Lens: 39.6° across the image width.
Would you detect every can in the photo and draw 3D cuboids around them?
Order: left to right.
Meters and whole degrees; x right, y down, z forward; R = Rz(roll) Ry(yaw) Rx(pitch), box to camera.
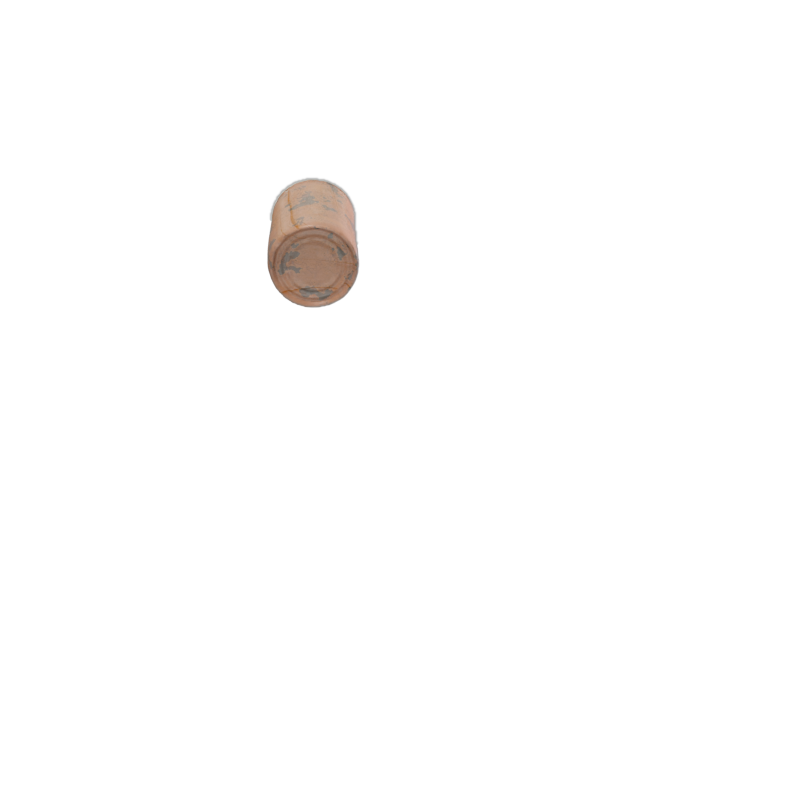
[{"bbox_3d":[-0.066,-0.121,0.848,0.068,0.065,0.108,0,27,-3],"label":"can"}]
